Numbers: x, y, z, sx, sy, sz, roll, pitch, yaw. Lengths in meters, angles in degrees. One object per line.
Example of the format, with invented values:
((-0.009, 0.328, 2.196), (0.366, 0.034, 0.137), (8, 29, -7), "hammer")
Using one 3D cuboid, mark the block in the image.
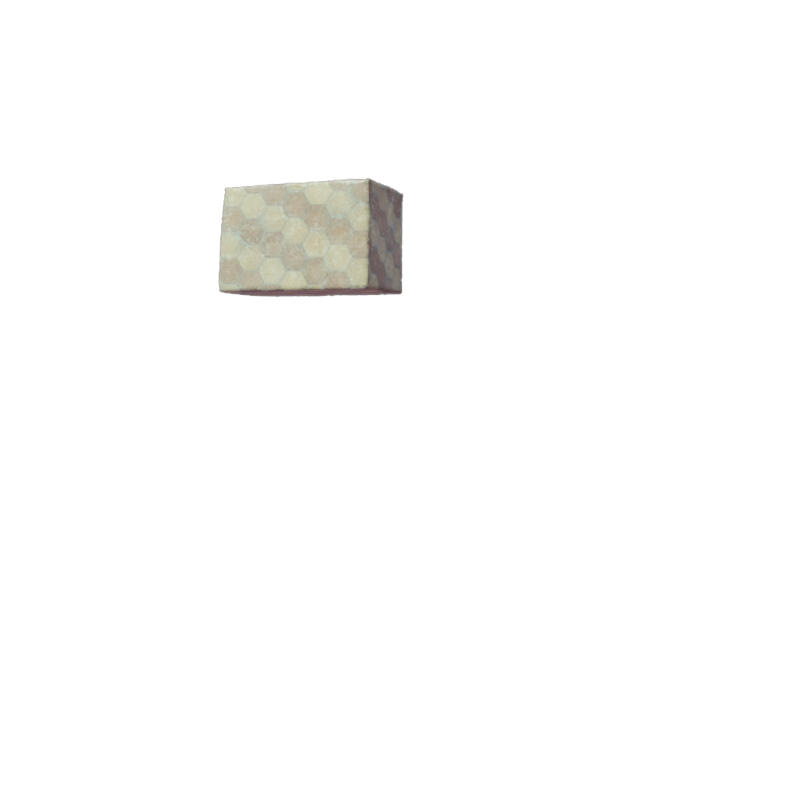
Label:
((-0.042, -0.077, 0.542), (0.080, 0.052, 0.051), (0, -2, 21), "block")
